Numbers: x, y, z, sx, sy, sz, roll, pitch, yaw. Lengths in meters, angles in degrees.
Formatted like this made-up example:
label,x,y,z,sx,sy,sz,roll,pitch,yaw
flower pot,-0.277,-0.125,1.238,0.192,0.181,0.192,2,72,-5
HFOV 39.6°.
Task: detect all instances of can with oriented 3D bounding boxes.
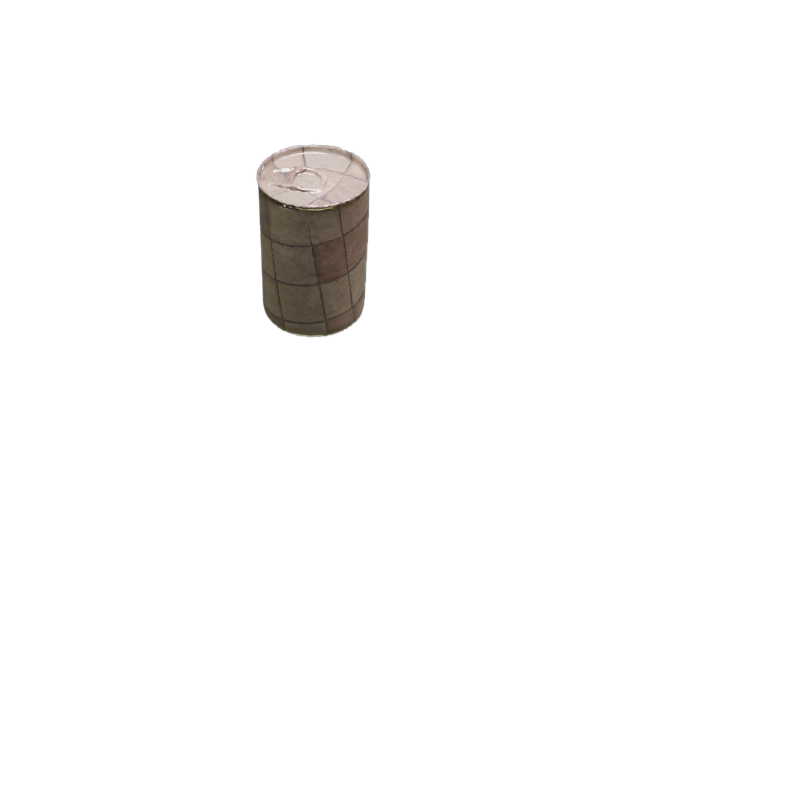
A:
label,x,y,z,sx,sy,sz,roll,pitch,yaw
can,-0.054,-0.098,0.689,0.068,0.095,0.073,0,41,-3
